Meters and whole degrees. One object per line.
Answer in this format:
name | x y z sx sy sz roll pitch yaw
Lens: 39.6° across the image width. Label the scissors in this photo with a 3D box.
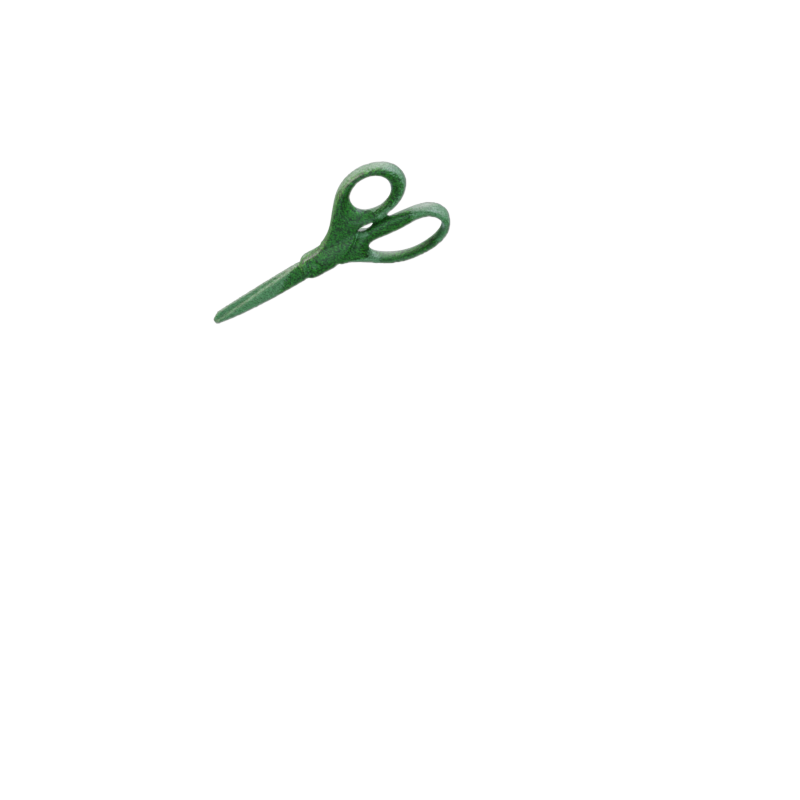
scissors | -0.064 -0.117 0.823 0.203 0.089 0.017 -15 39 12
